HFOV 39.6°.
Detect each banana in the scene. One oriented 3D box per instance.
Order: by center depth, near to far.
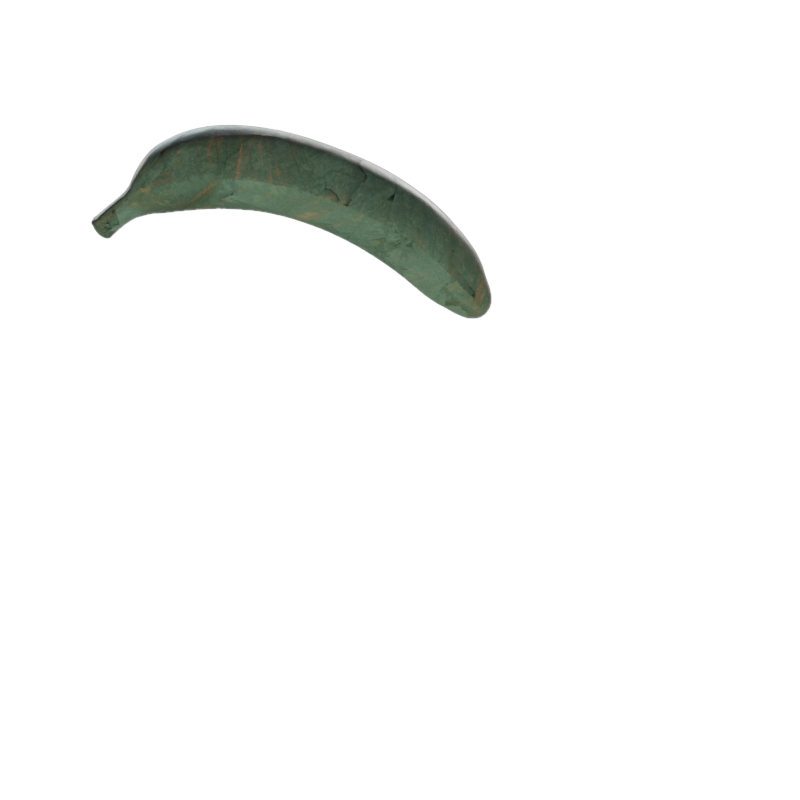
[{"bbox_3d":[-0.038,-0.087,0.516,0.193,0.039,0.066,13,-45,-14],"label":"banana"}]
